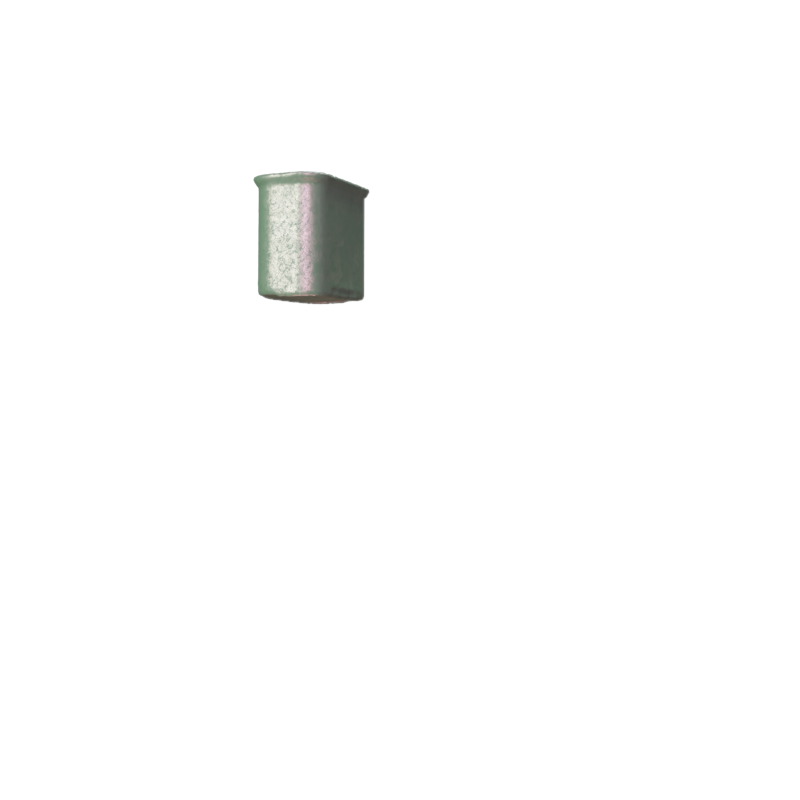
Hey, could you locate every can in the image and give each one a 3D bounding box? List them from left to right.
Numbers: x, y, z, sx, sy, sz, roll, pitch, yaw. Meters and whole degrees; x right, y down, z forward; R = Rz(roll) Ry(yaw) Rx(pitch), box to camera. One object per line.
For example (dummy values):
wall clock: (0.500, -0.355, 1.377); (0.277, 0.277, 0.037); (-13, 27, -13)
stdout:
can: (-0.062, -0.113, 0.789); (0.059, 0.085, 0.098); (-2, -2, 22)
